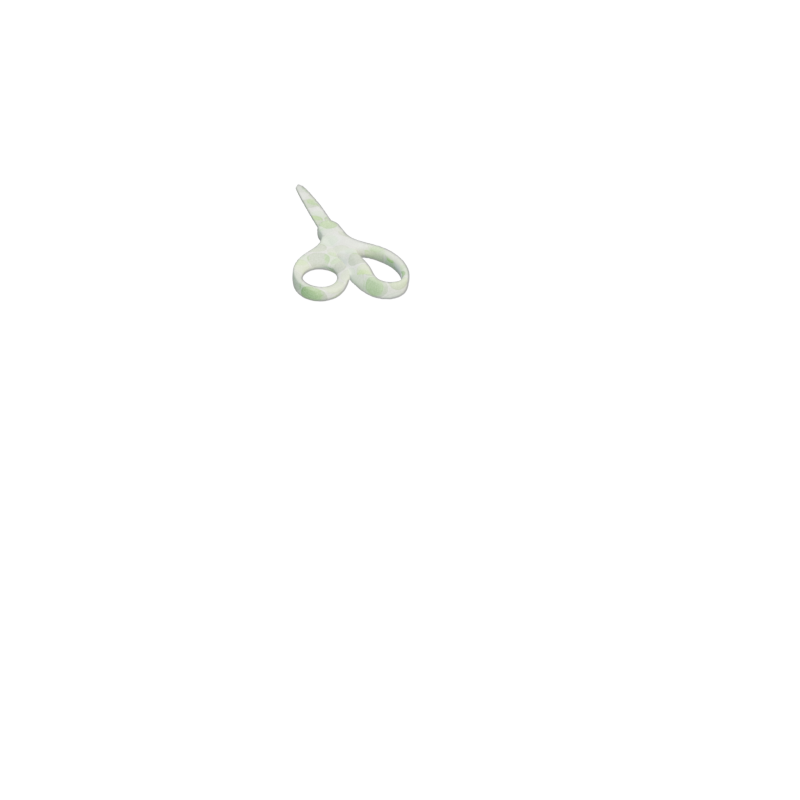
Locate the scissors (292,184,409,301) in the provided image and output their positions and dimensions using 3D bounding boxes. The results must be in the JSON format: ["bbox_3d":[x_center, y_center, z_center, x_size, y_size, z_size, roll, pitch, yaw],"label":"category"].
[{"bbox_3d":[-0.070,-0.127,0.891,0.095,0.015,0.217,-19,37,-27],"label":"scissors"}]
